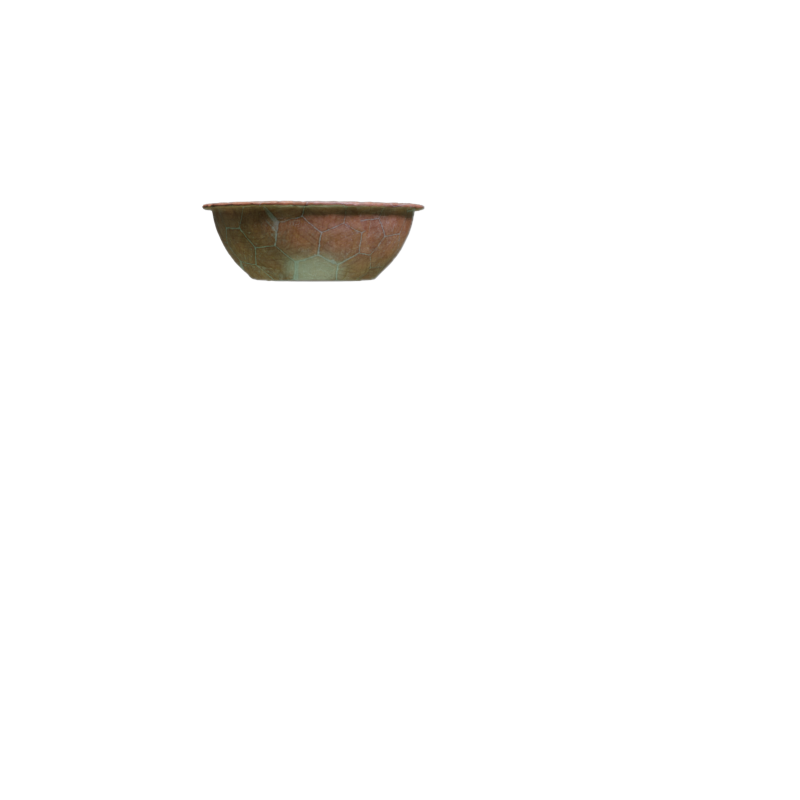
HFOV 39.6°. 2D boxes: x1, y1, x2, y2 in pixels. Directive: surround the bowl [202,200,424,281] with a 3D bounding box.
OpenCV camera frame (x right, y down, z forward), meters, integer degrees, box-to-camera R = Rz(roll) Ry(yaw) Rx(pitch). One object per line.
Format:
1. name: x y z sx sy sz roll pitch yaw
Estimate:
1. bowl: -0.063 -0.115 0.808 0.162 0.054 0.164 0 8 -2
